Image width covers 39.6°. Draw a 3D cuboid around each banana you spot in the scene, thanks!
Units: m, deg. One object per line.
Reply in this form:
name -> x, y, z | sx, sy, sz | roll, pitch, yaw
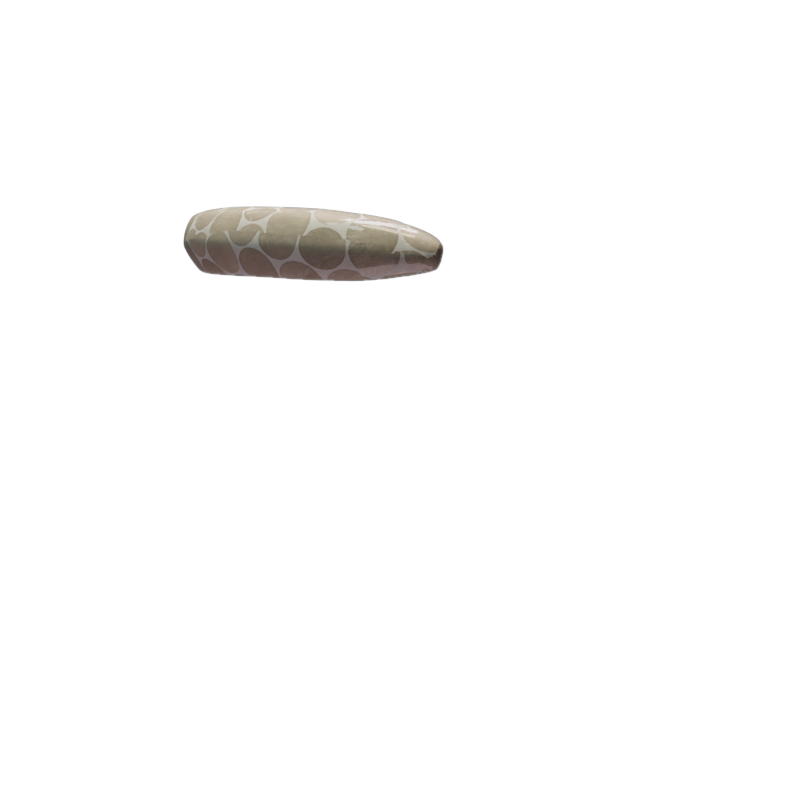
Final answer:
banana -> -0.063, -0.082, 0.575 | 0.067, 0.036, 0.206 | -5, 9, -34
